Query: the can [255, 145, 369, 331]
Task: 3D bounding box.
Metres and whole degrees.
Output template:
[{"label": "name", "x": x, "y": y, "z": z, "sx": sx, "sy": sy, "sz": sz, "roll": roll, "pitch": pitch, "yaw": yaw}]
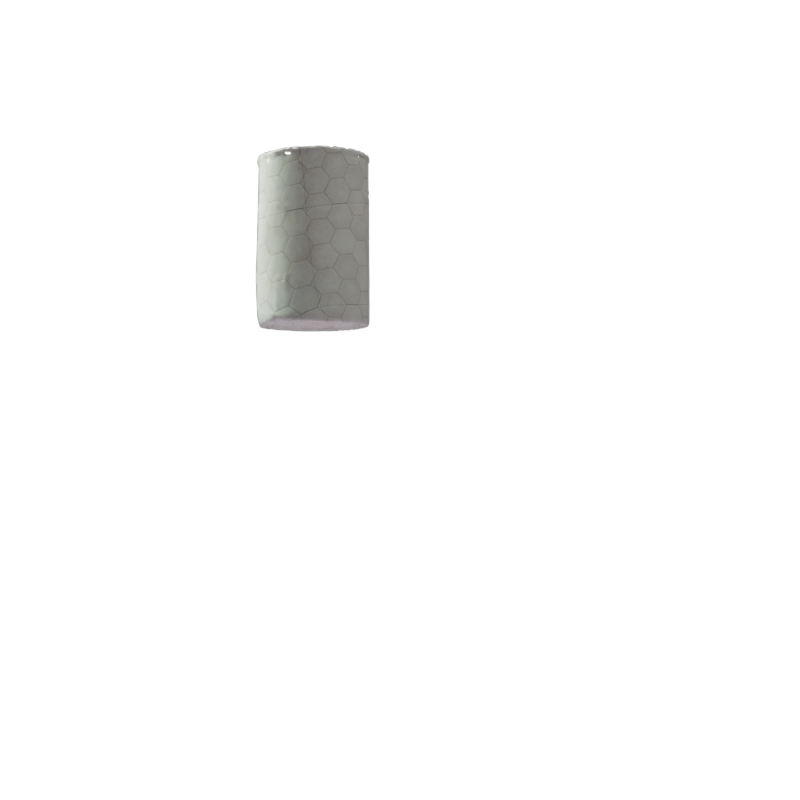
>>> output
[{"label": "can", "x": -0.052, "y": -0.094, "z": 0.662, "sx": 0.068, "sy": 0.104, "sz": 0.067, "roll": 0, "pitch": -7, "yaw": -2}]
